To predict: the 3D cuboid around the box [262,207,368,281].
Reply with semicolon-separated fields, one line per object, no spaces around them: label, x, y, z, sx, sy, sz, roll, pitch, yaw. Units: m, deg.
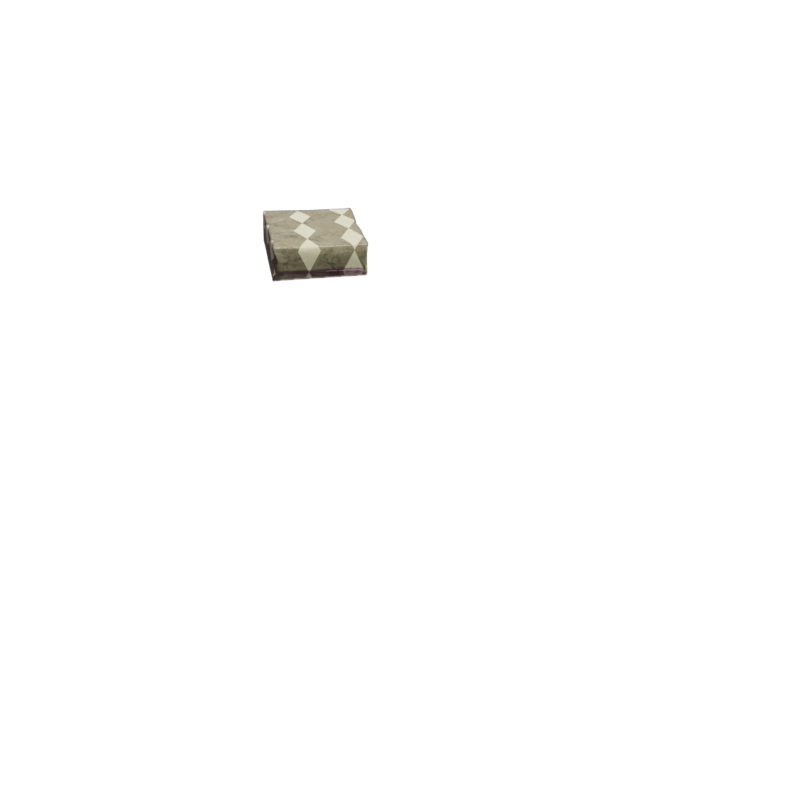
box;-0.068;-0.124;0.867;0.072;0.029;0.095;-4;27;-8
